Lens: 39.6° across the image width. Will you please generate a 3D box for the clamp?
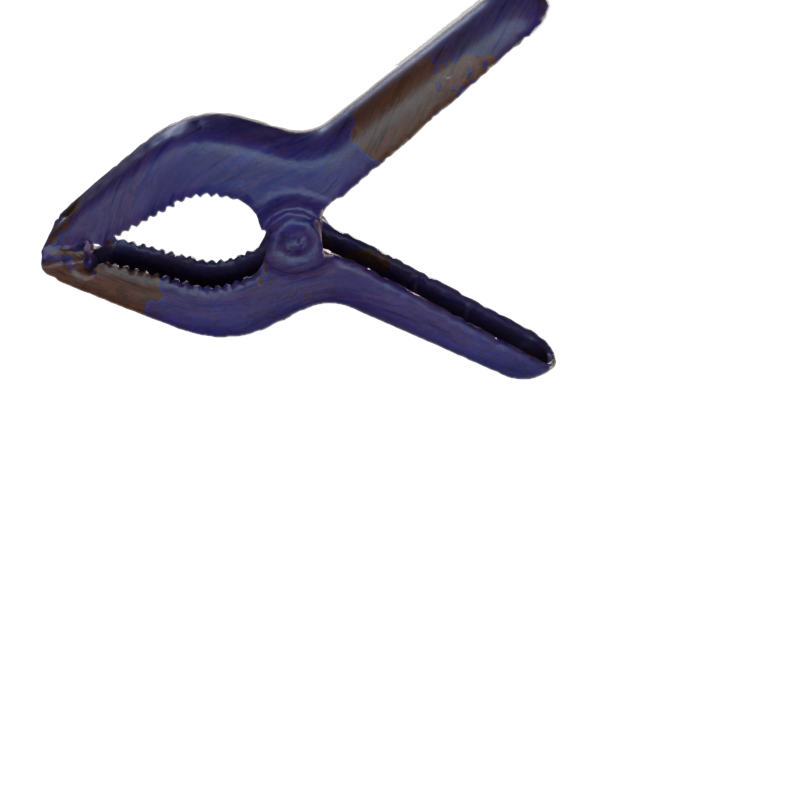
[{"bbox_3d":[-0.035,-0.063,0.444,0.211,0.155,0.038,-11,27,6],"label":"clamp"}]
